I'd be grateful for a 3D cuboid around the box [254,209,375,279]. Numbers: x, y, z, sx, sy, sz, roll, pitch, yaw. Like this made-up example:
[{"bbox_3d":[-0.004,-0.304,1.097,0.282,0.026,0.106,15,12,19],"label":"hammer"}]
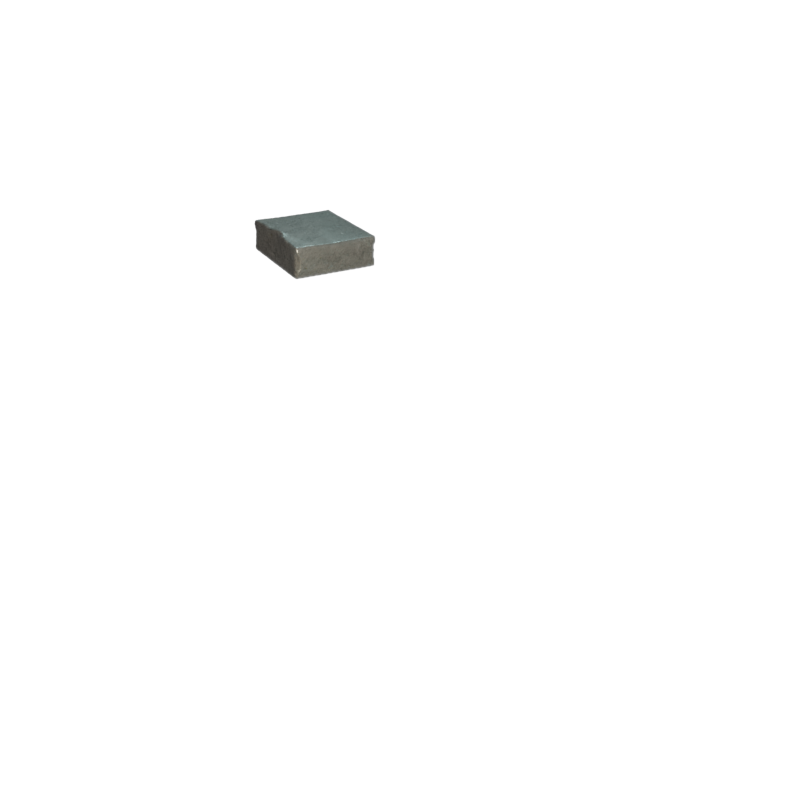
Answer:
[{"bbox_3d":[-0.074,-0.134,0.942,0.072,0.029,0.095,-12,28,-25],"label":"box"}]
